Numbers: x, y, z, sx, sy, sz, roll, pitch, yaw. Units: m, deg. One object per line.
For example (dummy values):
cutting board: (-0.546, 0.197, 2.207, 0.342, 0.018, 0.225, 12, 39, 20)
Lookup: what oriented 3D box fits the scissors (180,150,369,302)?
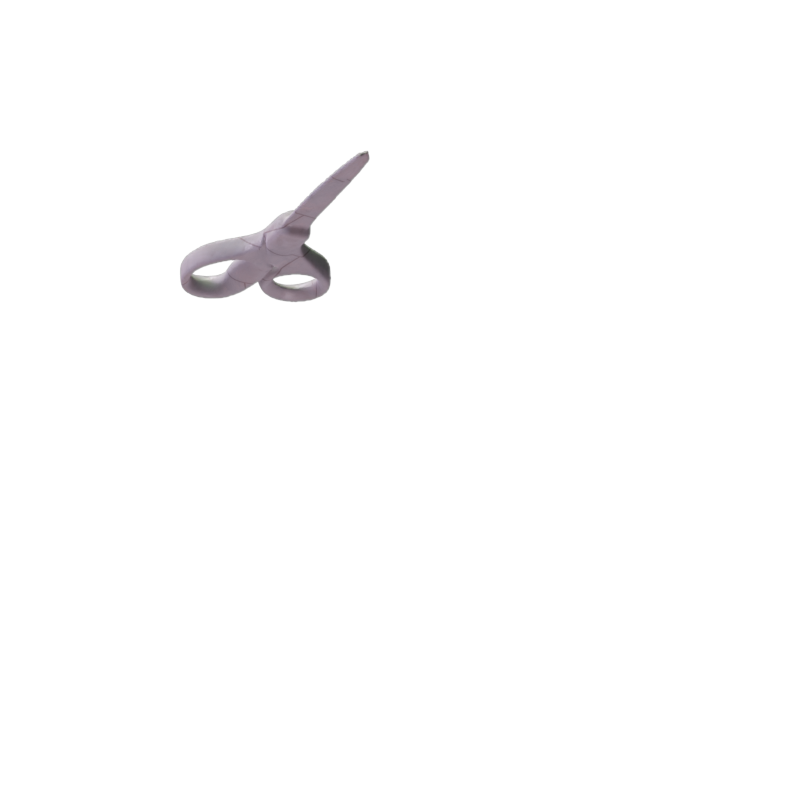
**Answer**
scissors: (-0.047, -0.086, 0.599, 0.091, 0.016, 0.204, 12, -18, -38)
